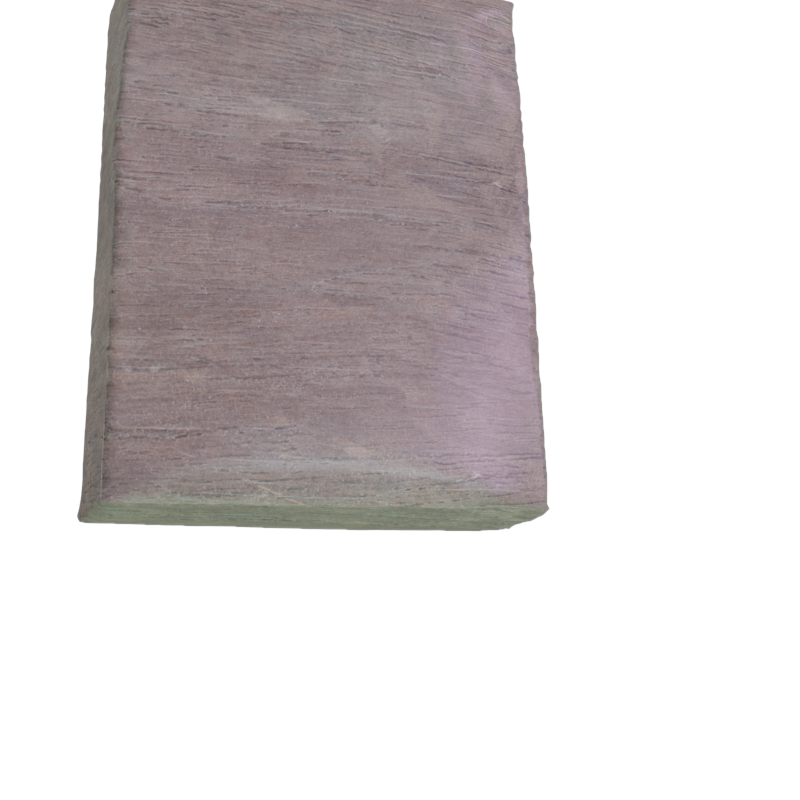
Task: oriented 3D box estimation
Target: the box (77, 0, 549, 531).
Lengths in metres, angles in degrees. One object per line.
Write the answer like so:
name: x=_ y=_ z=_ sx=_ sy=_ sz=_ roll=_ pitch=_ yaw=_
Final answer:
box: x=-0.034 y=-0.061 z=0.430 sx=0.160 sy=0.223 sz=0.071 roll=4 pitch=-19 yaw=-18
